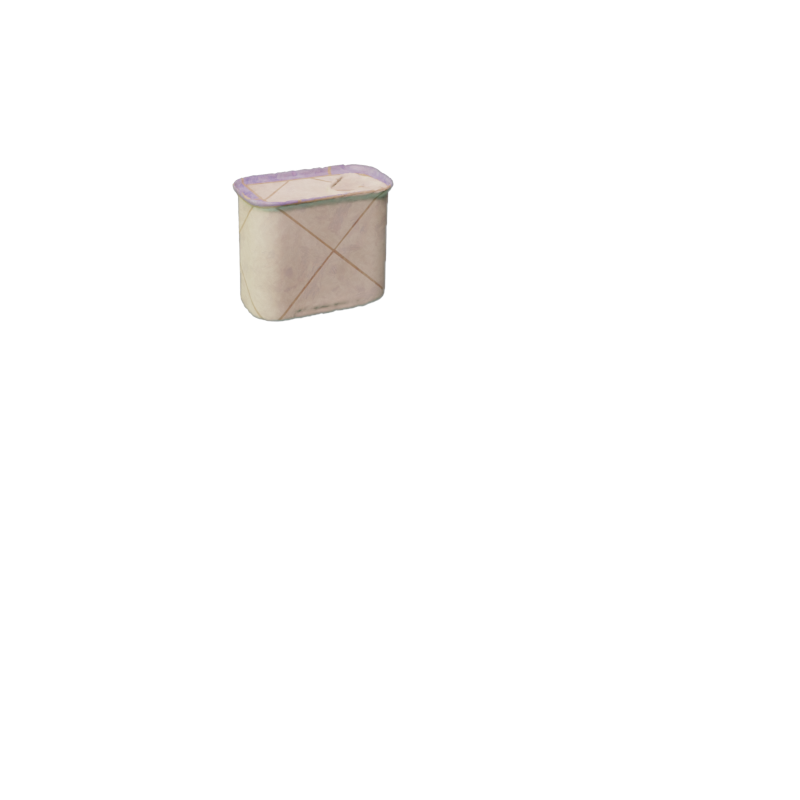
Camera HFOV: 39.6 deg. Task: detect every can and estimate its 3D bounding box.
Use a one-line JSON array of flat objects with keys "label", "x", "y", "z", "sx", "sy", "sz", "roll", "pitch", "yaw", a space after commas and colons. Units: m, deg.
[{"label": "can", "x": -0.057, "y": -0.105, "z": 0.733, "sx": 0.100, "sy": 0.080, "sz": 0.062, "roll": -11, "pitch": 27, "yaw": -23}]
